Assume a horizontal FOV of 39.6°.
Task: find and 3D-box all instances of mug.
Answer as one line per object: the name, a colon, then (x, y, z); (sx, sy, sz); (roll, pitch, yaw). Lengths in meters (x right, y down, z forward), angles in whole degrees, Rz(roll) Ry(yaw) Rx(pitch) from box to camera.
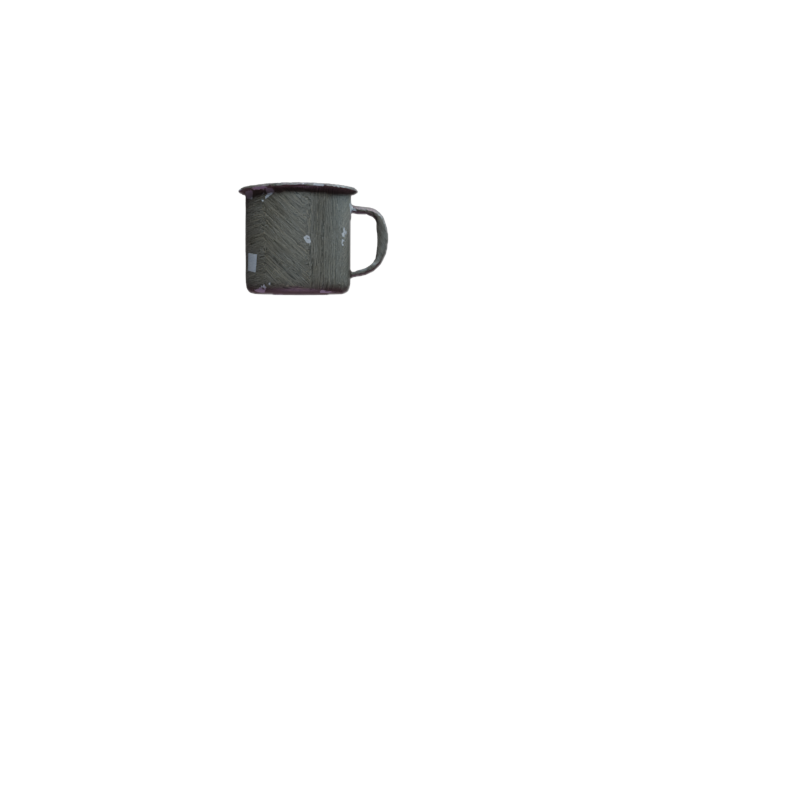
mug: (-0.068, -0.123, 0.864); (0.116, 0.082, 0.094); (0, 0, -8)
